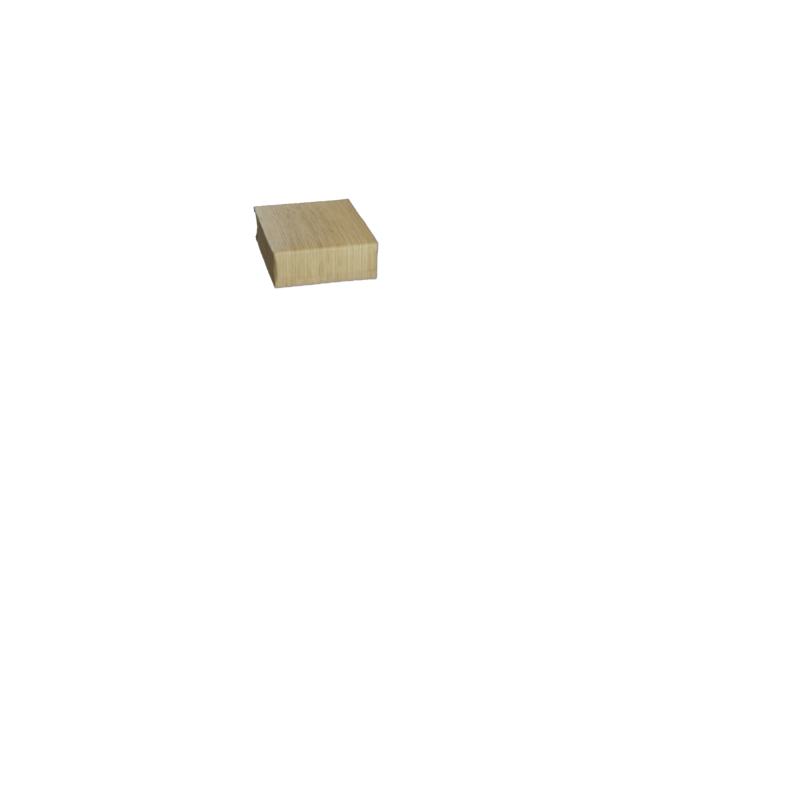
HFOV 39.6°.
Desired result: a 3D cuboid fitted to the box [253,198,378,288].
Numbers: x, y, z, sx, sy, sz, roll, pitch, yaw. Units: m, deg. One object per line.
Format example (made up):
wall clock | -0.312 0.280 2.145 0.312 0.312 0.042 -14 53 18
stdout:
box | -0.075 -0.138 0.964 0.089 0.037 0.121 -6 27 -13
